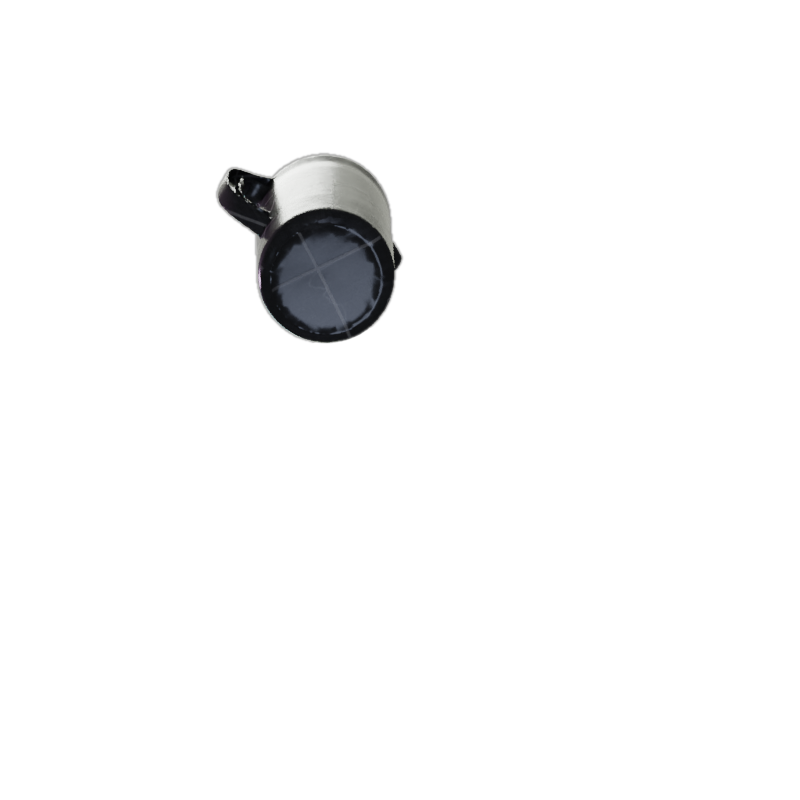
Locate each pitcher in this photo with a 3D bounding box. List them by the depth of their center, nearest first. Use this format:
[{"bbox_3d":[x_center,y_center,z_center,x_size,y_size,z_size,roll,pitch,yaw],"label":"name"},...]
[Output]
[{"bbox_3d":[-0.076,-0.139,0.971,0.149,0.140,0.252,-15,18,1],"label":"pitcher"}]
